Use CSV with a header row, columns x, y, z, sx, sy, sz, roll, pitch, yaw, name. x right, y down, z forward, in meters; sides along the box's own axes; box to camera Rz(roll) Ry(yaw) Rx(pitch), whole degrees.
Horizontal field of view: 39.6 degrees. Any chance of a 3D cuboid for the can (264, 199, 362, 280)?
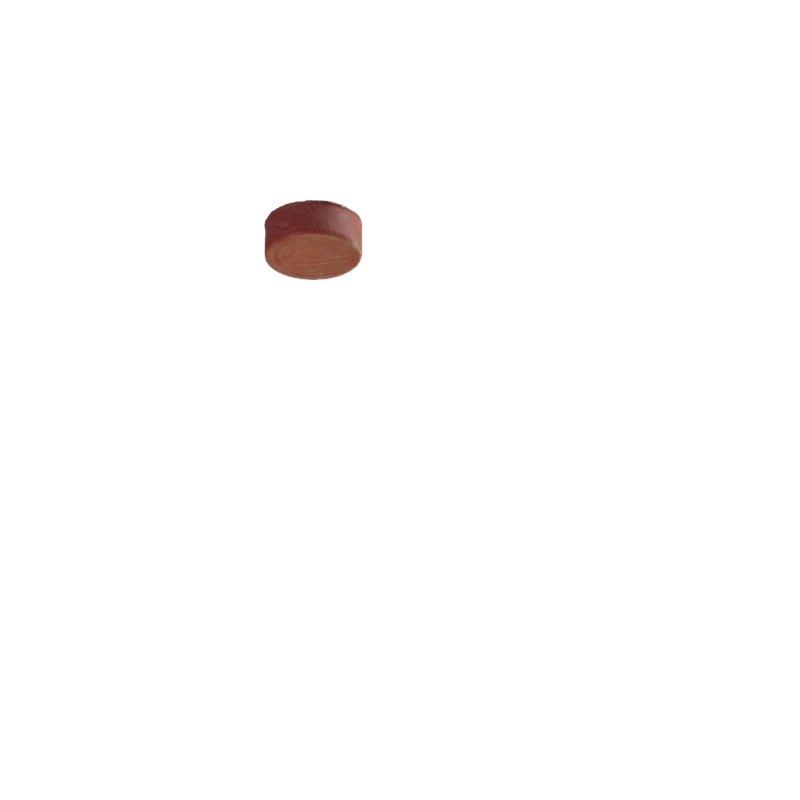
x,y,z,sx,sy,sz,roll,pitch,yaw,name
-0.075,-0.137,0.961,0.086,0.036,0.081,1,-24,-2,can
